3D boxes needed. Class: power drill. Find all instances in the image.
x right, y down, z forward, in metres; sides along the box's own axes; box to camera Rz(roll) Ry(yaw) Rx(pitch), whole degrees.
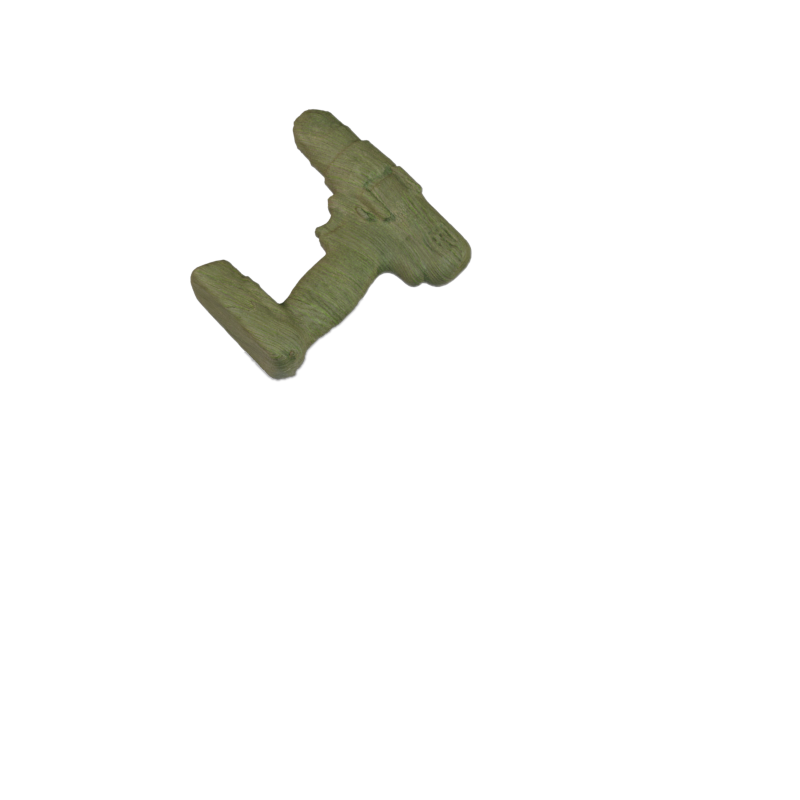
[{"bbox_3d":[-0.067,-0.122,0.853,0.189,0.193,0.054,-40,-19,-17],"label":"power drill"}]
